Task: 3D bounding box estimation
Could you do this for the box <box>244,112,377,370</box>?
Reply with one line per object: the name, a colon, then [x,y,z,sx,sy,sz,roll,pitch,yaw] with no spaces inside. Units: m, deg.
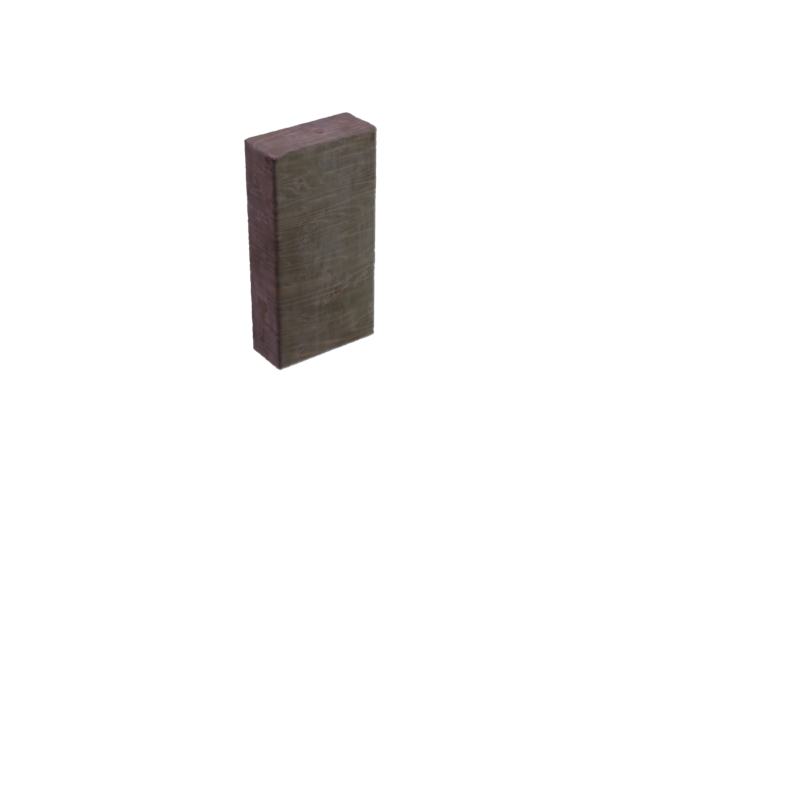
box: [-0.065,-0.118,0.826,0.092,0.165,0.052,-21,39,-32]
